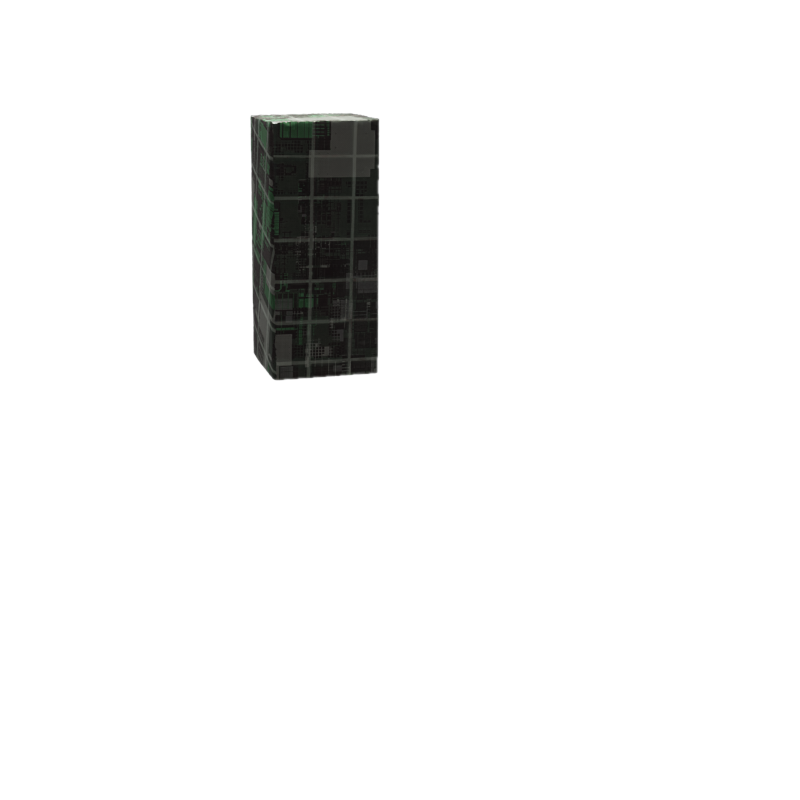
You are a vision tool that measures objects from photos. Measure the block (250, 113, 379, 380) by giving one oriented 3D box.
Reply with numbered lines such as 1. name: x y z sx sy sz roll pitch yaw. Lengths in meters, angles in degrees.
1. block: -0.072 -0.130 0.914 0.089 0.201 0.094 -3 12 -16
